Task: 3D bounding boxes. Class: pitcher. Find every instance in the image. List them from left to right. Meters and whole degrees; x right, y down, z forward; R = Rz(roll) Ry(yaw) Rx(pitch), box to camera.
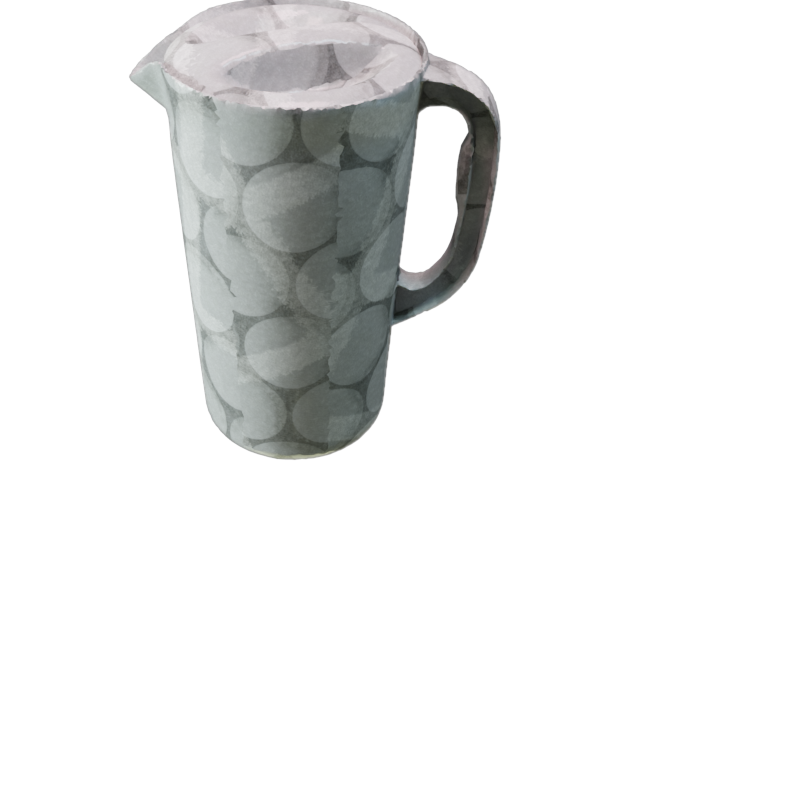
[{"bbox_3d":[-0.048,-0.087,0.607,0.144,0.227,0.160,-26,46,-32],"label":"pitcher"}]
